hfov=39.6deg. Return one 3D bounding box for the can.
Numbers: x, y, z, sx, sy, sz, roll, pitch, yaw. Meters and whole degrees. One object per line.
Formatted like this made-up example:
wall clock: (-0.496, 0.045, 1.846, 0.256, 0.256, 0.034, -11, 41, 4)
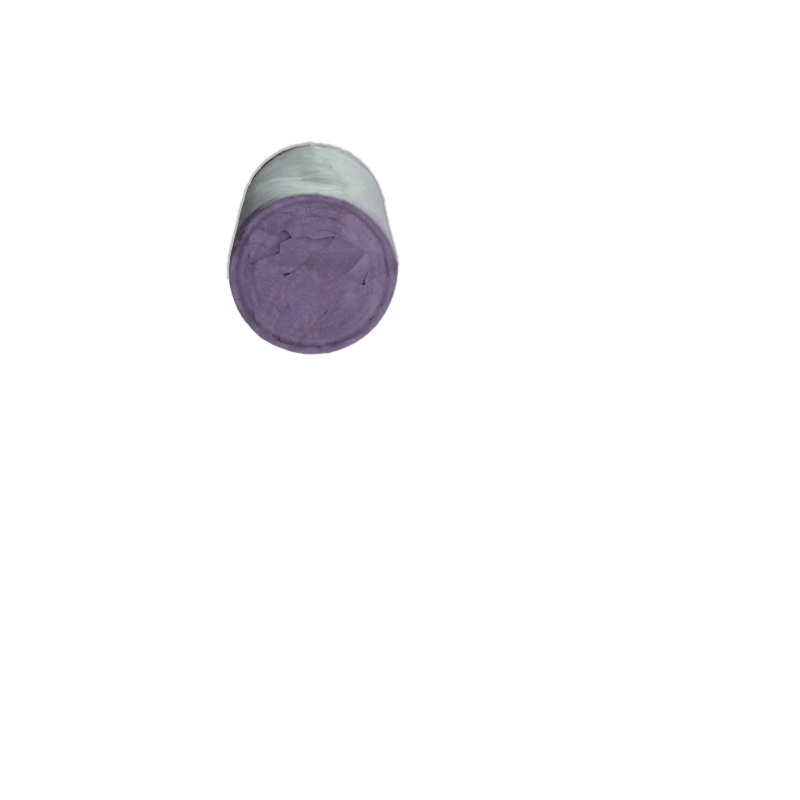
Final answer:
can: (-0.037, -0.068, 0.477, 0.068, 0.066, 0.107, 0, 21, -3)
